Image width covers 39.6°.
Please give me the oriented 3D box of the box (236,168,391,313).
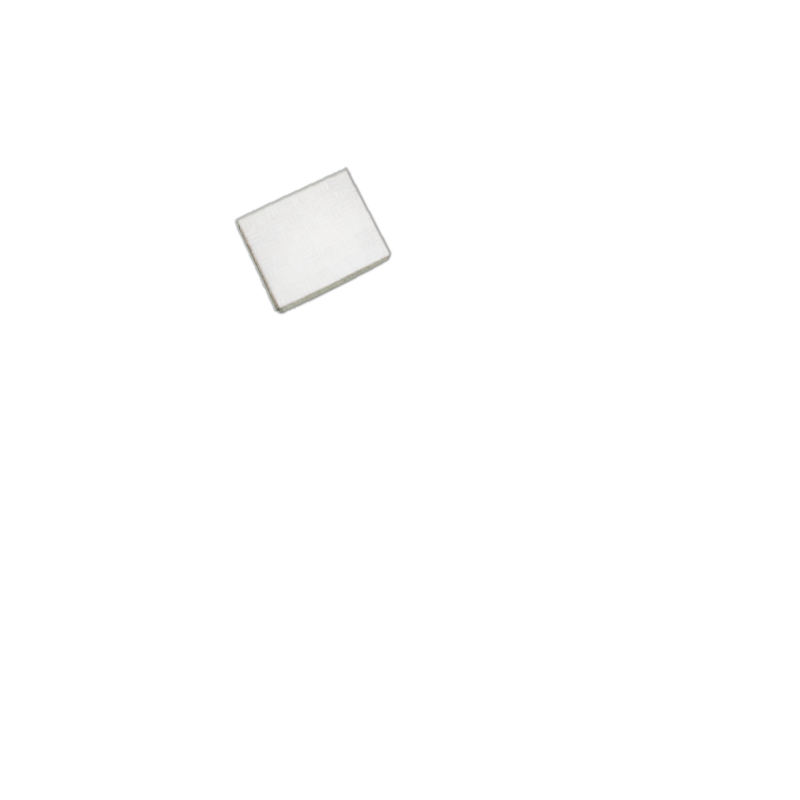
[{"bbox_3d":[-0.077,-0.141,0.991,0.113,0.093,0.038,-26,-11,-6],"label":"box"}]
